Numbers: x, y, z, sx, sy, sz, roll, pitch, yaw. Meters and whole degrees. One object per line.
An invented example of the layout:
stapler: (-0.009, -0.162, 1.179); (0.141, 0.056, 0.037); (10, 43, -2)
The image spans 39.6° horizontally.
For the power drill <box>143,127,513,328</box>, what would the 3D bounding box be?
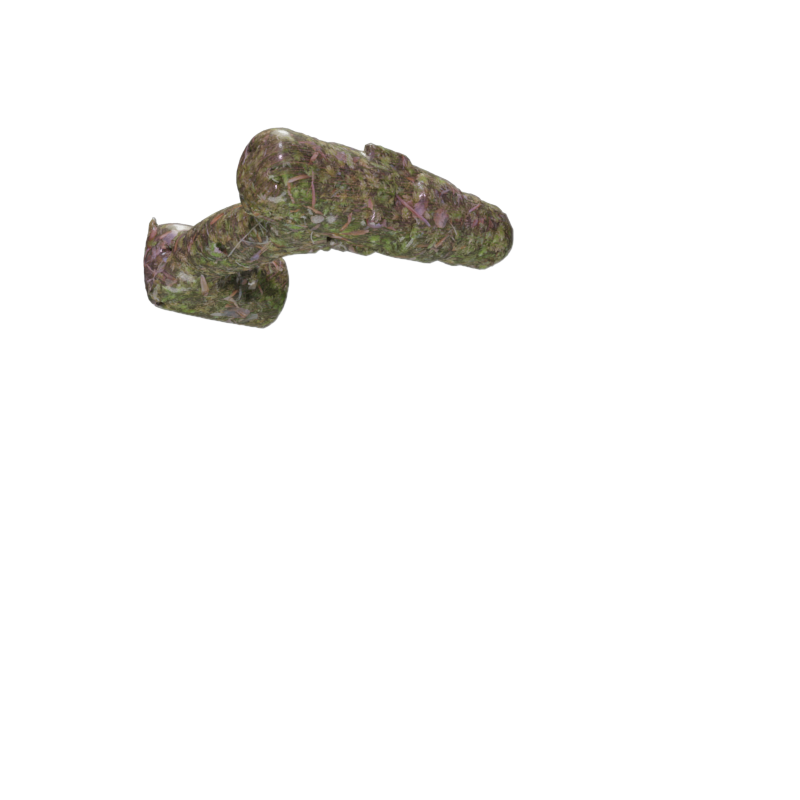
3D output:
power drill: (-0.052, -0.095, 0.662); (0.175, 0.060, 0.189); (14, -22, -38)
